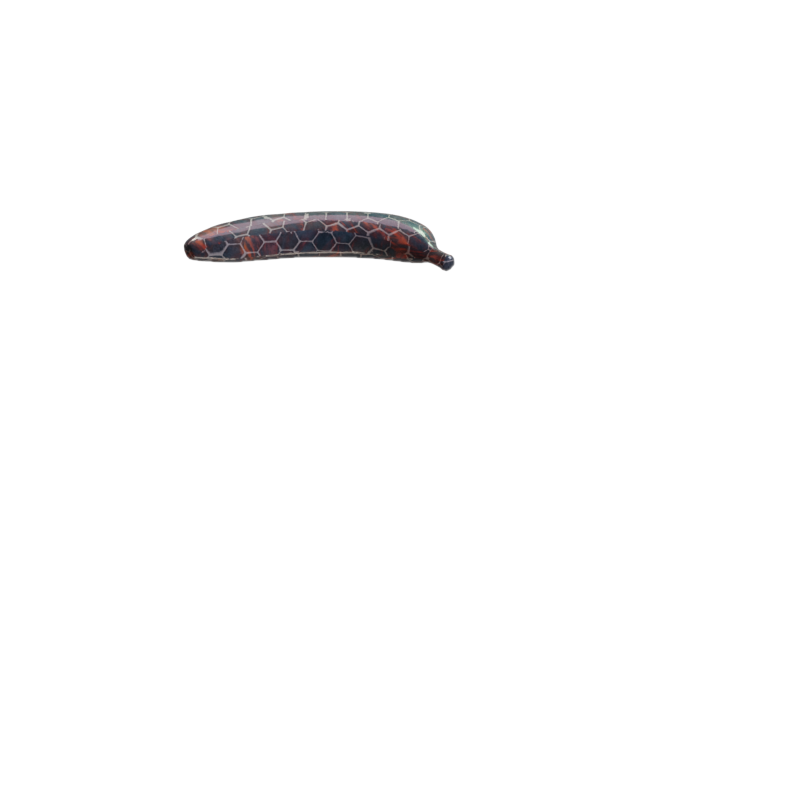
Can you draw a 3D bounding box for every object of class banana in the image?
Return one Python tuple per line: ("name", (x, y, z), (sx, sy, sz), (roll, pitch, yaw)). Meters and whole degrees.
("banana", (-0.060, -0.122, 0.833), (0.199, 0.036, 0.071), (1, 15, 4))
